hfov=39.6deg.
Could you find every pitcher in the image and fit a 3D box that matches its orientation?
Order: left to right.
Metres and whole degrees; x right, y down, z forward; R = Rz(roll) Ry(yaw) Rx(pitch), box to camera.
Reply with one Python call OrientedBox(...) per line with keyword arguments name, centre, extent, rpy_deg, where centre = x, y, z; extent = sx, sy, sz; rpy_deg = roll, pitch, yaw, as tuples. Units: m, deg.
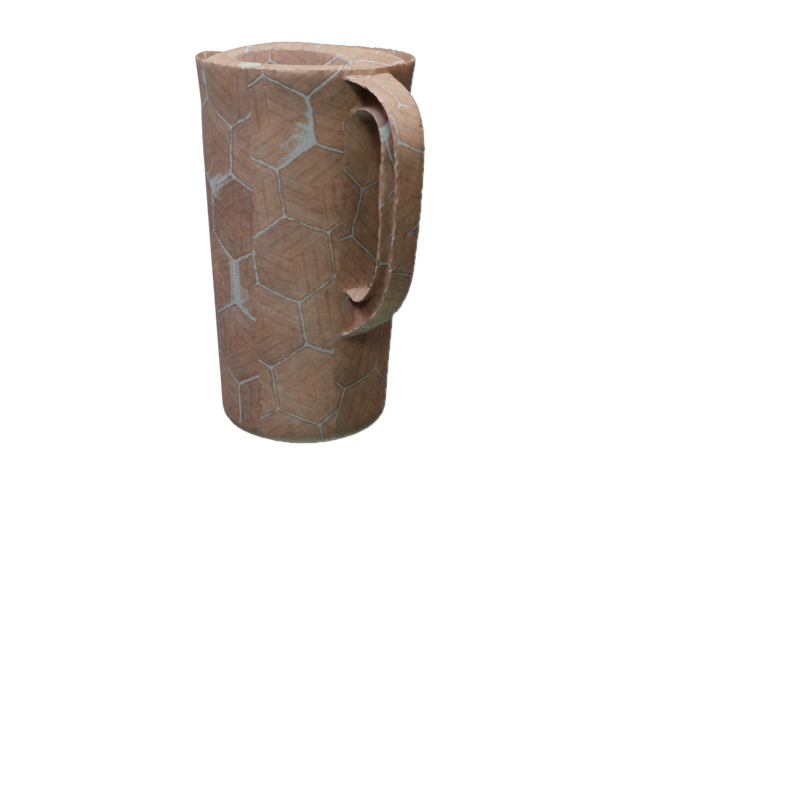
OrientedBox(name="pitcher", centre=(-0.054, -0.099, 0.691), extent=(0.147, 0.234, 0.153), rpy_deg=(3, 18, 7))
